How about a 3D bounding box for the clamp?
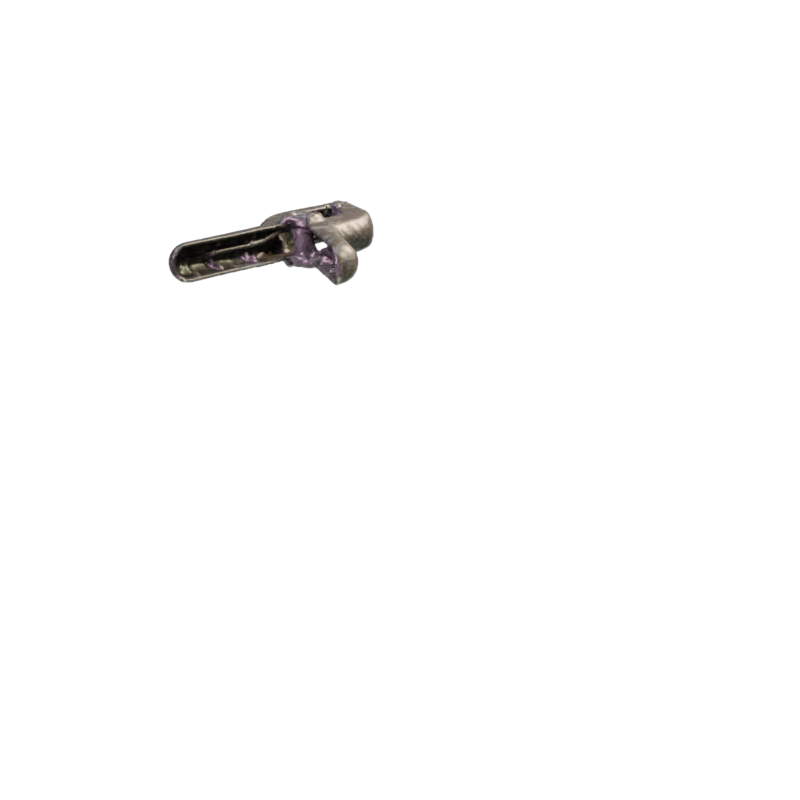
[{"bbox_3d":[-0.057,-0.103,0.724,0.125,0.037,0.172,11,25,24],"label":"clamp"}]
